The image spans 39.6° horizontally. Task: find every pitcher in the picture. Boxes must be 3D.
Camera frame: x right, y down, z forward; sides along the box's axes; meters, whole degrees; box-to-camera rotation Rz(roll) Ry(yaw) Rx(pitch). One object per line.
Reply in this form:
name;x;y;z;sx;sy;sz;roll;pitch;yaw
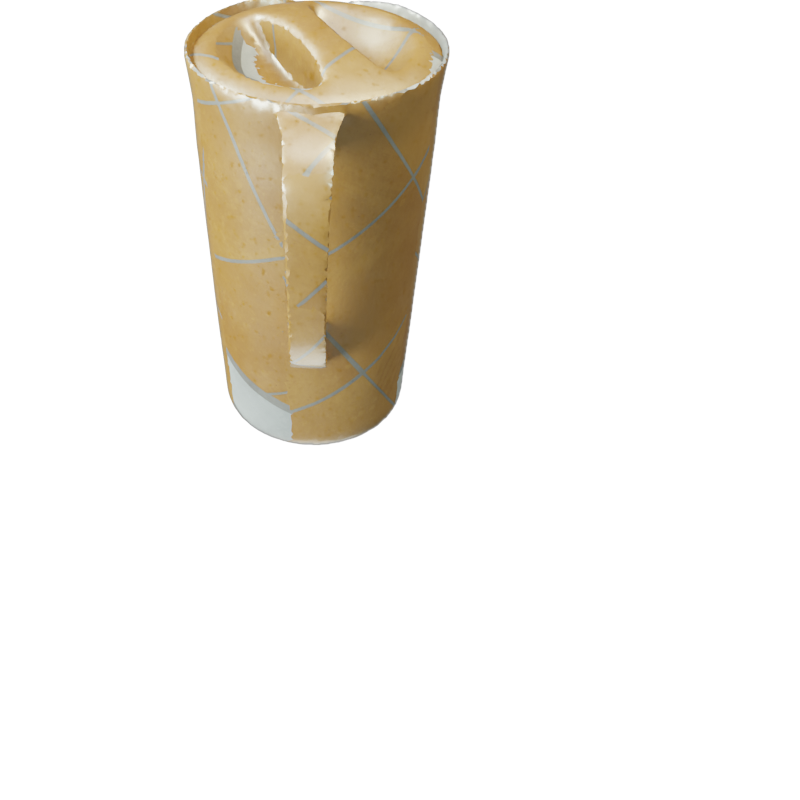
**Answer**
pitcher;-0.048;-0.088;0.614;0.155;0.227;0.149;32;47;32
